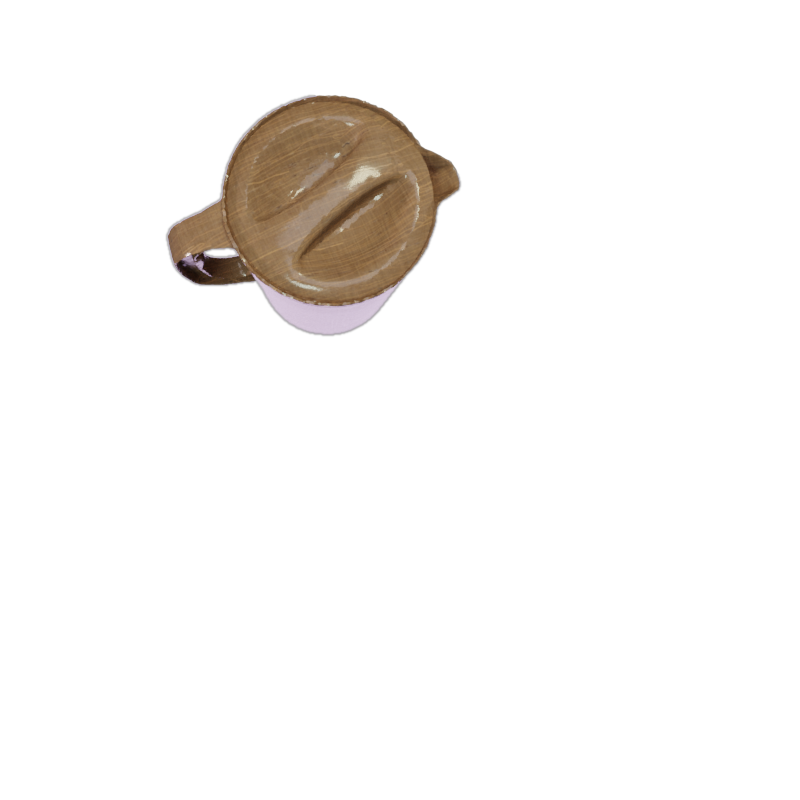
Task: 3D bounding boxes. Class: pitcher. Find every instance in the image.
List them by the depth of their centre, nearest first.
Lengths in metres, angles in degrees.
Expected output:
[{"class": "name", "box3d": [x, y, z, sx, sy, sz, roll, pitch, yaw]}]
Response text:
[{"class": "pitcher", "box3d": [-0.062, -0.112, 0.787, 0.151, 0.147, 0.238, 30, -8, 1]}]
